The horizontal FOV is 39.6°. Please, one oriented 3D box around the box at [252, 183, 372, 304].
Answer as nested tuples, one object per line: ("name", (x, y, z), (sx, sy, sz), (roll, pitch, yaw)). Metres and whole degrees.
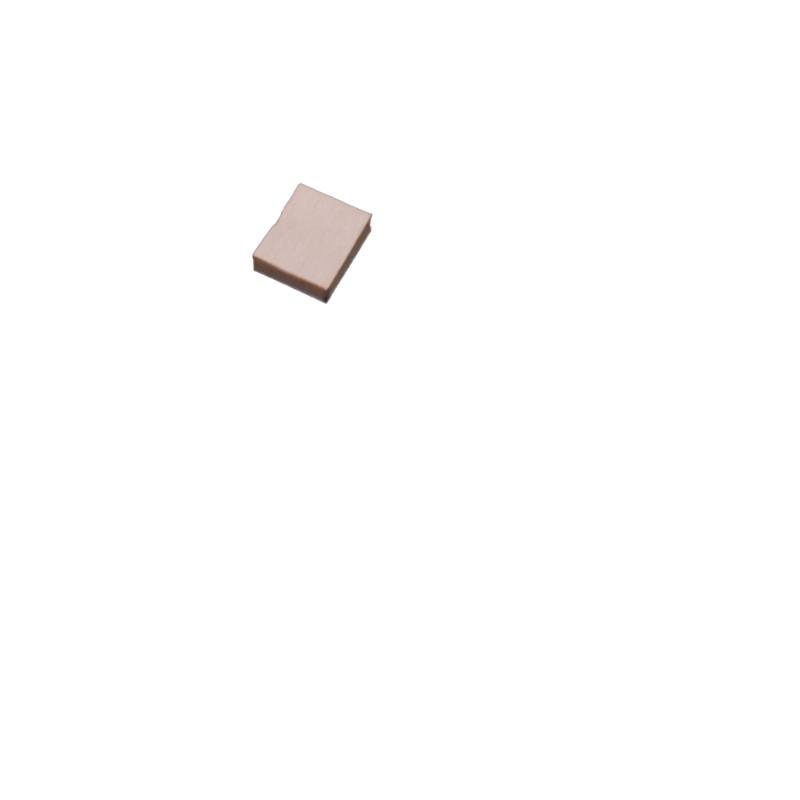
("box", (-0.075, -0.137, 0.960), (0.075, 0.092, 0.028), (24, -27, 13))
